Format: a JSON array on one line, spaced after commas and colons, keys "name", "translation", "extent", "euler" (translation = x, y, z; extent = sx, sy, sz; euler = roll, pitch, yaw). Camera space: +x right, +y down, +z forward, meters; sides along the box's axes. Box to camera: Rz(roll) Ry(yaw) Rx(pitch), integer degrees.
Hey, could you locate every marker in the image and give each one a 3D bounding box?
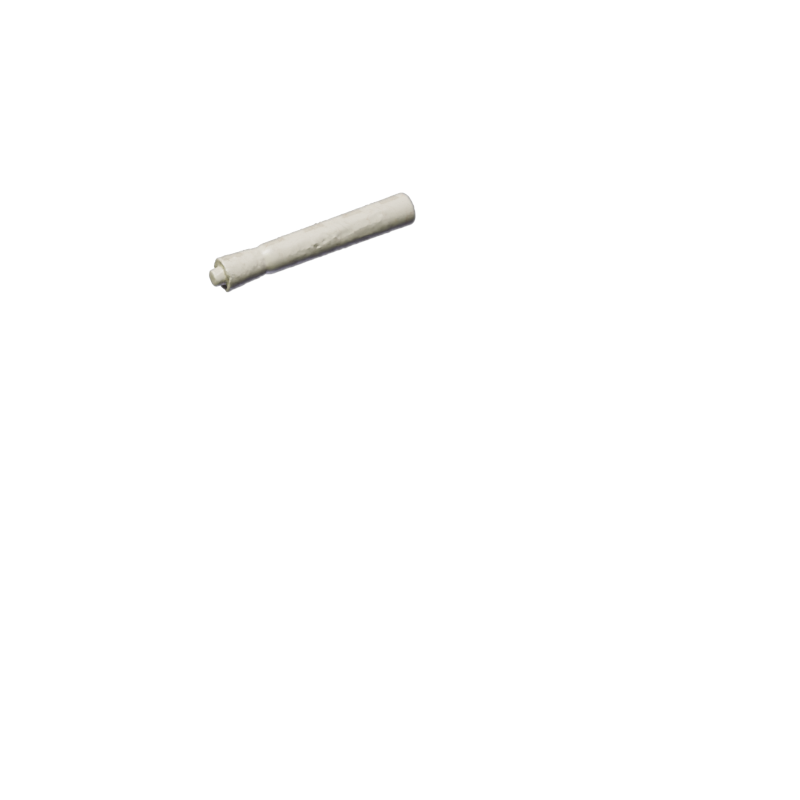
[{"name": "marker", "translation": [-0.047, -0.085, 0.596], "extent": [0.120, 0.019, 0.020], "euler": [-24, 14, -23]}]
